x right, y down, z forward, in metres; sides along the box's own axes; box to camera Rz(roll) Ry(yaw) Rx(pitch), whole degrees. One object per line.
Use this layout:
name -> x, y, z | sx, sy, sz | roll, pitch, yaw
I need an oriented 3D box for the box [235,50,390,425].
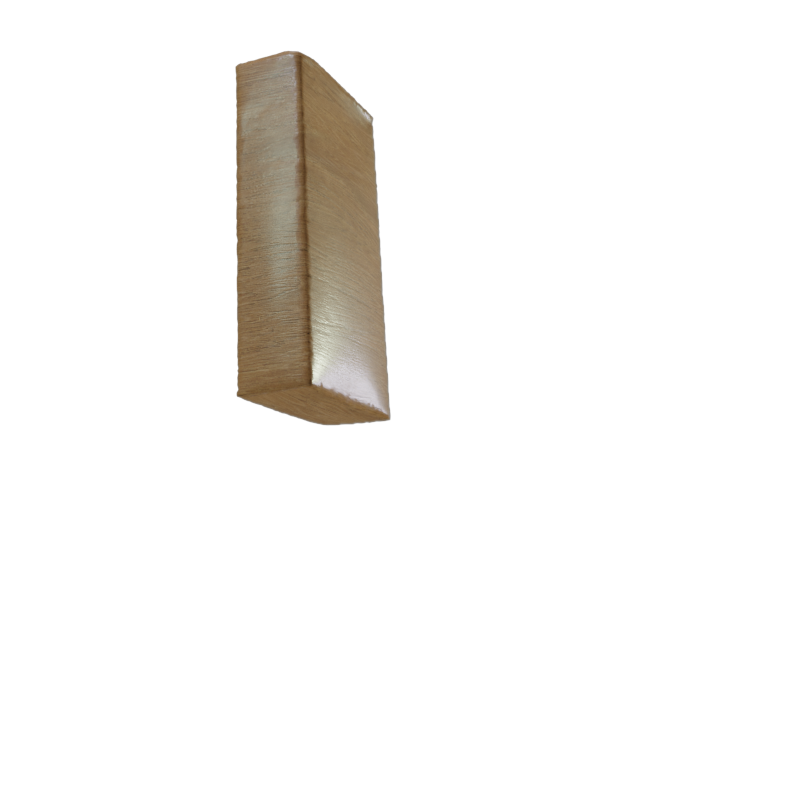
box -> -0.044, -0.081, 0.569 | 0.049, 0.184, 0.088 | -10, -19, 23
